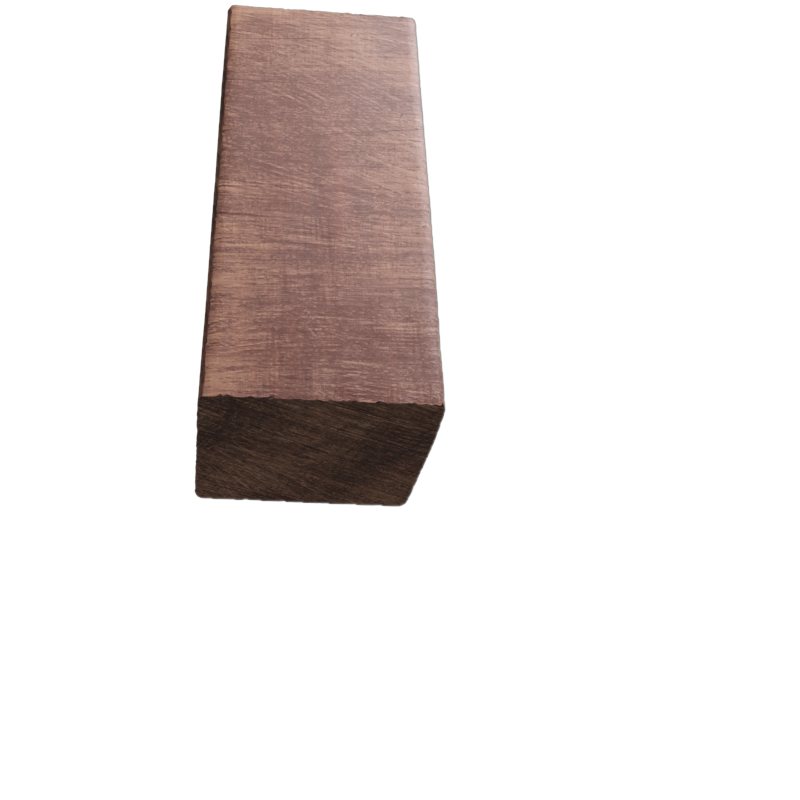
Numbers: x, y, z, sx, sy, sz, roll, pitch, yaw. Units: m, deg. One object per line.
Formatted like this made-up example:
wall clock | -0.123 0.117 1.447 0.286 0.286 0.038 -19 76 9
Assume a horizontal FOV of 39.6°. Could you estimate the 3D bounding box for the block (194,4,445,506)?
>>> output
block | -0.038 -0.069 0.488 0.090 0.221 0.085 2 -34 -7
